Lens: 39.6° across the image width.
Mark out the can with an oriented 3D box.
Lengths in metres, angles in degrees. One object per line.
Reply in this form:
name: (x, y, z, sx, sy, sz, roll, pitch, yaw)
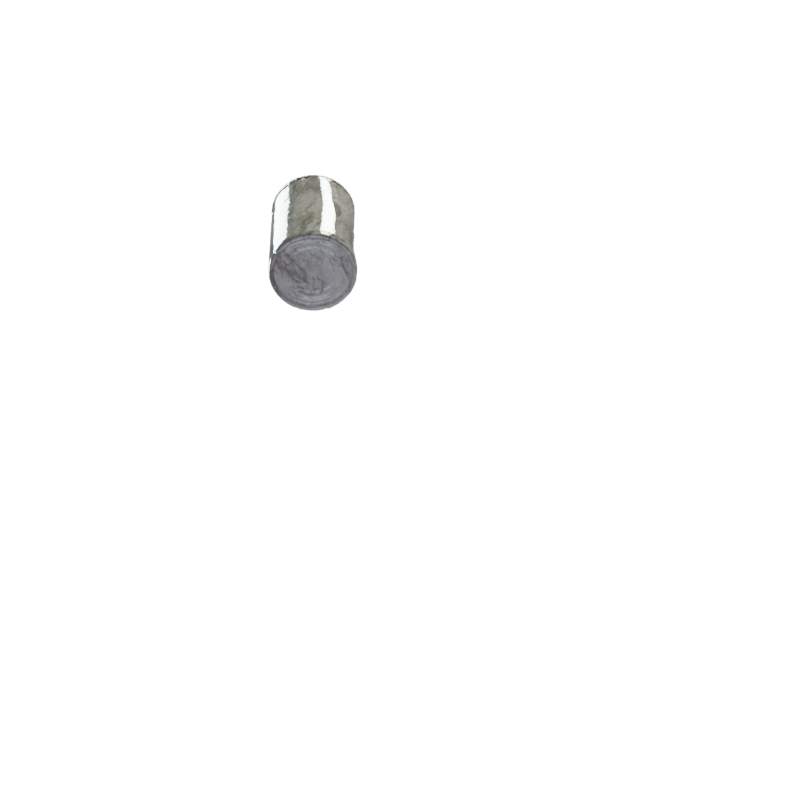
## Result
can: (-0.067, -0.123, 0.862, 0.068, 0.064, 0.109, -1, 33, -3)
